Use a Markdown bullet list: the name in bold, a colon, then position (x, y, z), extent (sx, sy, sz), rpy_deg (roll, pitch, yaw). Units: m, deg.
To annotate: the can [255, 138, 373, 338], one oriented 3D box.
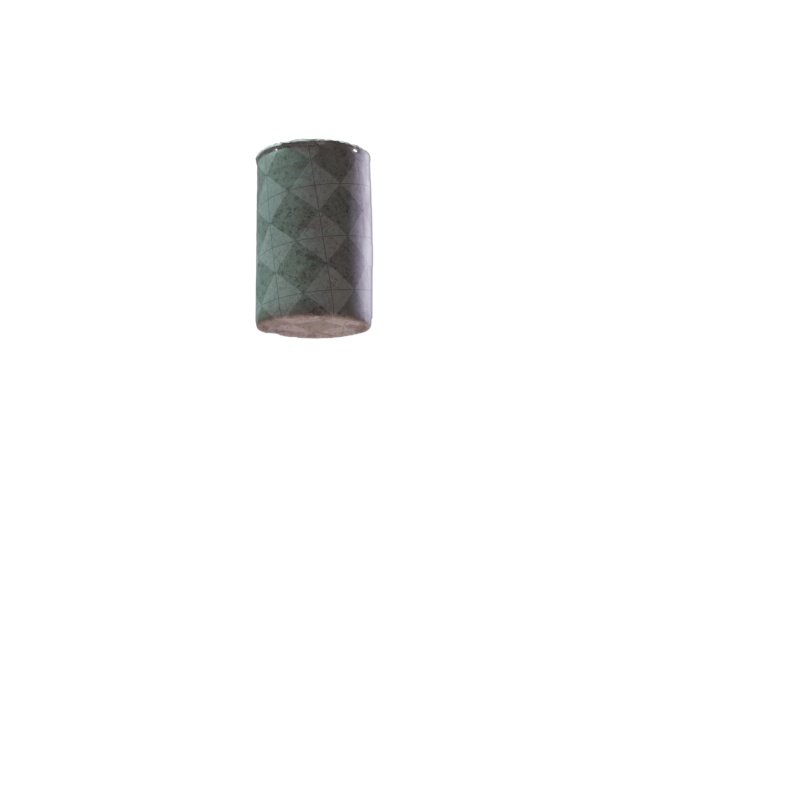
- **can**: position (-0.050, -0.091, 0.640), extent (0.068, 0.106, 0.066), rpy_deg (0, -13, -2)
